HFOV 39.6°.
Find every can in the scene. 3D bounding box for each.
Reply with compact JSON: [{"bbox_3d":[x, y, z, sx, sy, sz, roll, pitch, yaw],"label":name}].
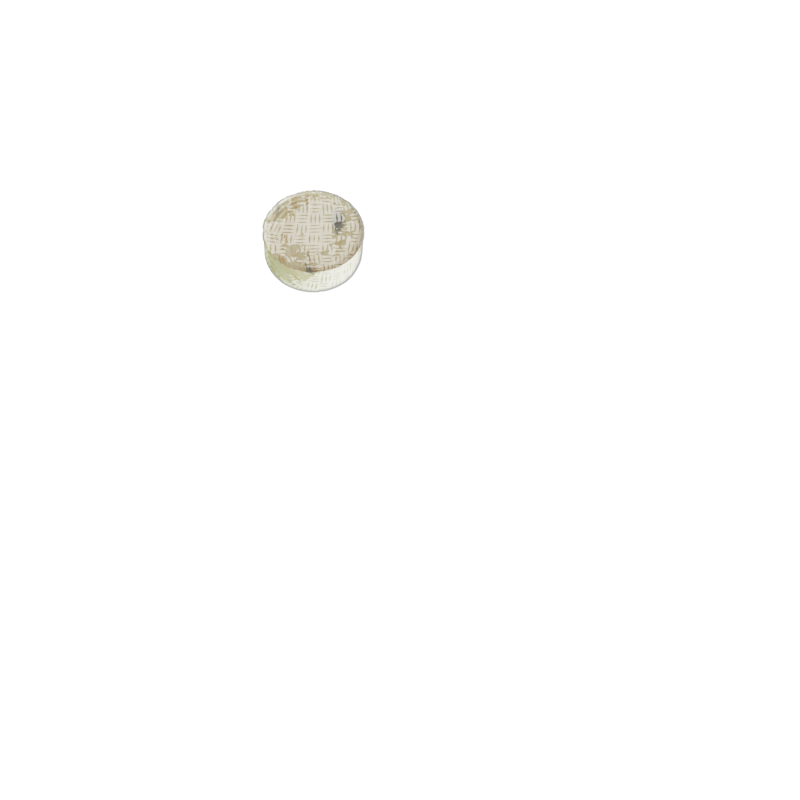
[{"bbox_3d":[-0.074,-0.135,0.944,0.086,0.092,0.031,-1,-33,-1],"label":"can"}]
